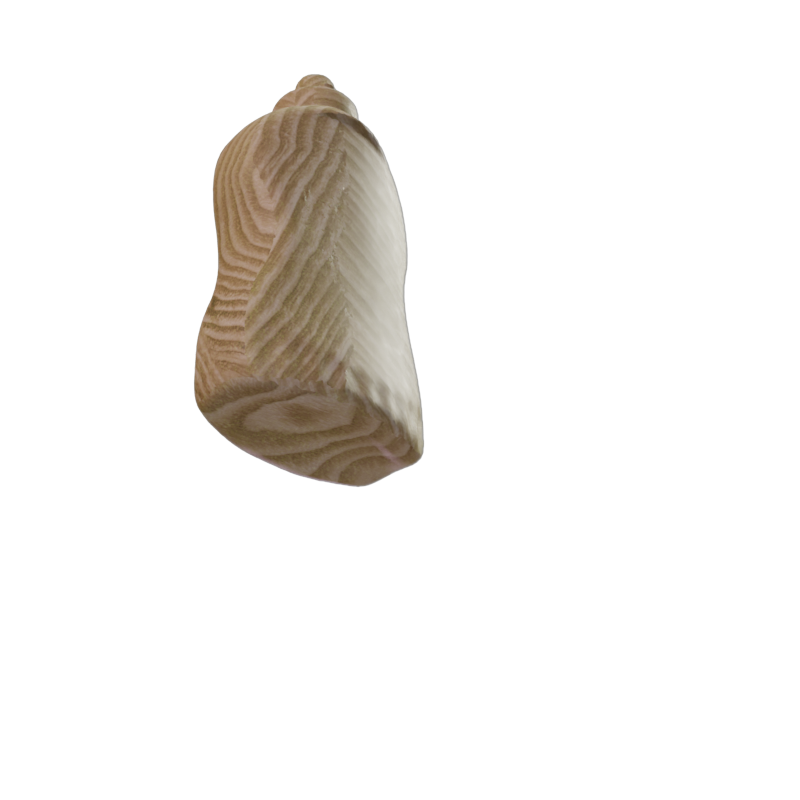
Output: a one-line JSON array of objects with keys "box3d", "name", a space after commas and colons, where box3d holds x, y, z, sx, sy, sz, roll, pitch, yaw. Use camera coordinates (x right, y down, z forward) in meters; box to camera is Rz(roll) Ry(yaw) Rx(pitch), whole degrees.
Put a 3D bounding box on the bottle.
[{"box3d": [-0.036, -0.067, 0.469, 0.090, 0.205, 0.058, 28, -46, -35], "name": "bottle"}]
